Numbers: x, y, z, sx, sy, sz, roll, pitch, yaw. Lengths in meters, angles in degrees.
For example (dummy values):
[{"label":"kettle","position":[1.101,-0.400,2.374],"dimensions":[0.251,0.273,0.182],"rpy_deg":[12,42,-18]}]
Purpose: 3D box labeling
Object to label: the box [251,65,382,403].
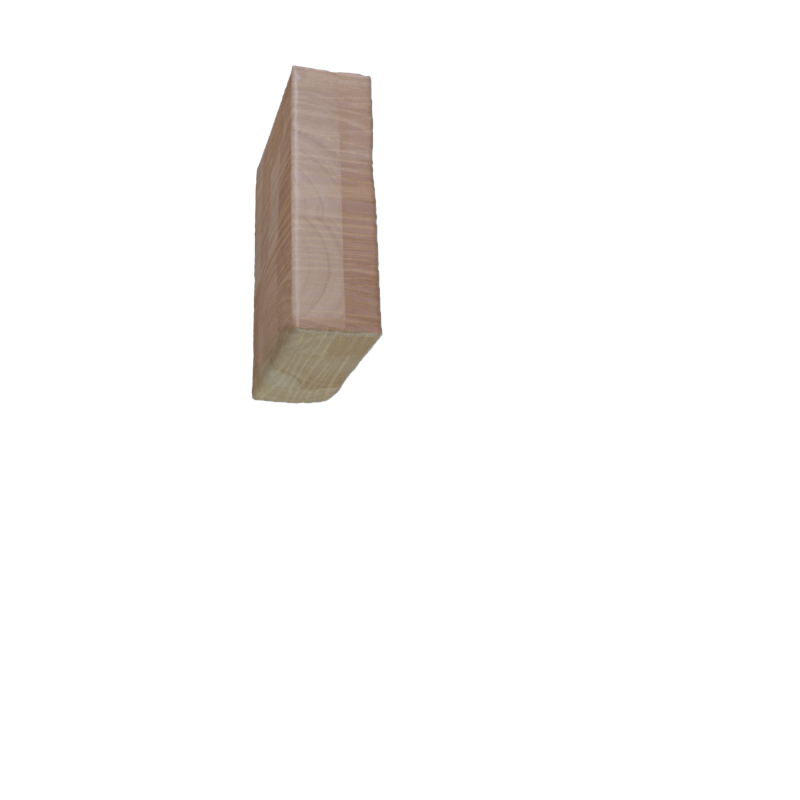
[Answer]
[{"label":"box","position":[-0.067,-0.123,0.858],"dimensions":[0.070,0.226,0.159],"rpy_deg":[5,-23,-16]}]
